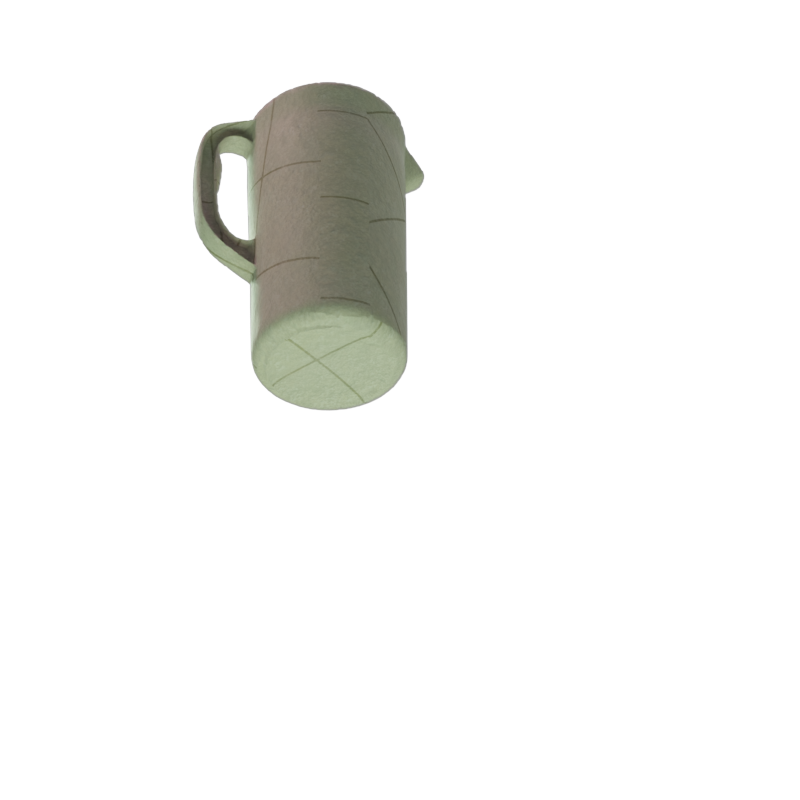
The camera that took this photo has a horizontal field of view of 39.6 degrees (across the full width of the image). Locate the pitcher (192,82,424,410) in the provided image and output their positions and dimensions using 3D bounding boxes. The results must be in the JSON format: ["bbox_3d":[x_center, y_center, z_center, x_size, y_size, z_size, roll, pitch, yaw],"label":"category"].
[{"bbox_3d":[-0.065,-0.119,0.836,0.150,0.261,0.134,-19,-44,18],"label":"pitcher"}]
